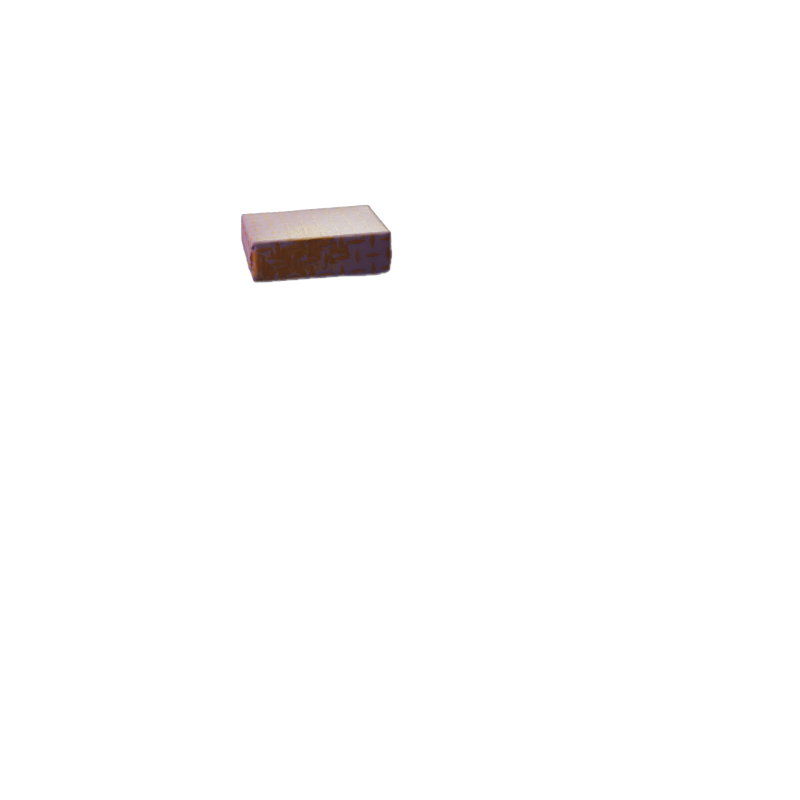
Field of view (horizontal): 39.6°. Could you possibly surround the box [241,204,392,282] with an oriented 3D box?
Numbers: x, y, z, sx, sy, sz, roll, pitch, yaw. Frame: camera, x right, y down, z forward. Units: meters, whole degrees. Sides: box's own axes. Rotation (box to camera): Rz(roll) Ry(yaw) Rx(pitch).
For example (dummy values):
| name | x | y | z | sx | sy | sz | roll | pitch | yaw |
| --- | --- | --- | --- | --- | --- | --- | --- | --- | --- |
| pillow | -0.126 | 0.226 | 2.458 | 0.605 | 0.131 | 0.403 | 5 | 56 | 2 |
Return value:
| name | x | y | z | sx | sy | sz | roll | pitch | yaw |
| --- | --- | --- | --- | --- | --- | --- | --- | --- | --- |
| box | -0.071 | -0.129 | 0.901 | 0.112 | 0.037 | 0.095 | -4 | 23 | -10 |
